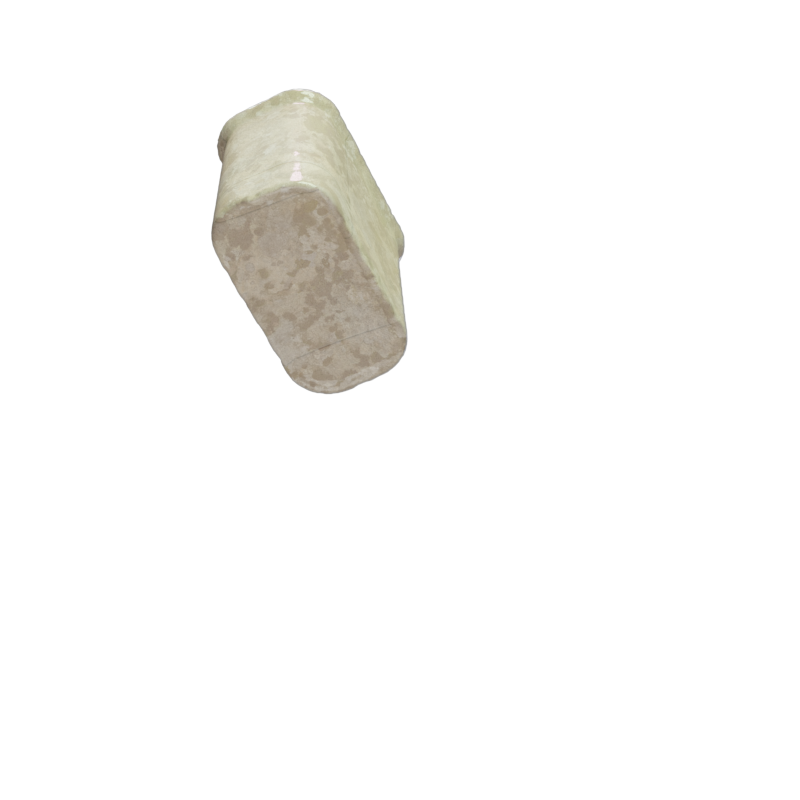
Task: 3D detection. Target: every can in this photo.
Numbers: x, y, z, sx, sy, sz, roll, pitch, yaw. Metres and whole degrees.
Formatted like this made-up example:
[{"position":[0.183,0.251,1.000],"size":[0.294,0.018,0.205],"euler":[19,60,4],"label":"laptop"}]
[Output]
[{"position":[-0.036,-0.066,0.462],"size":[0.058,0.095,0.089],"euler":[-23,31,12],"label":"can"}]
